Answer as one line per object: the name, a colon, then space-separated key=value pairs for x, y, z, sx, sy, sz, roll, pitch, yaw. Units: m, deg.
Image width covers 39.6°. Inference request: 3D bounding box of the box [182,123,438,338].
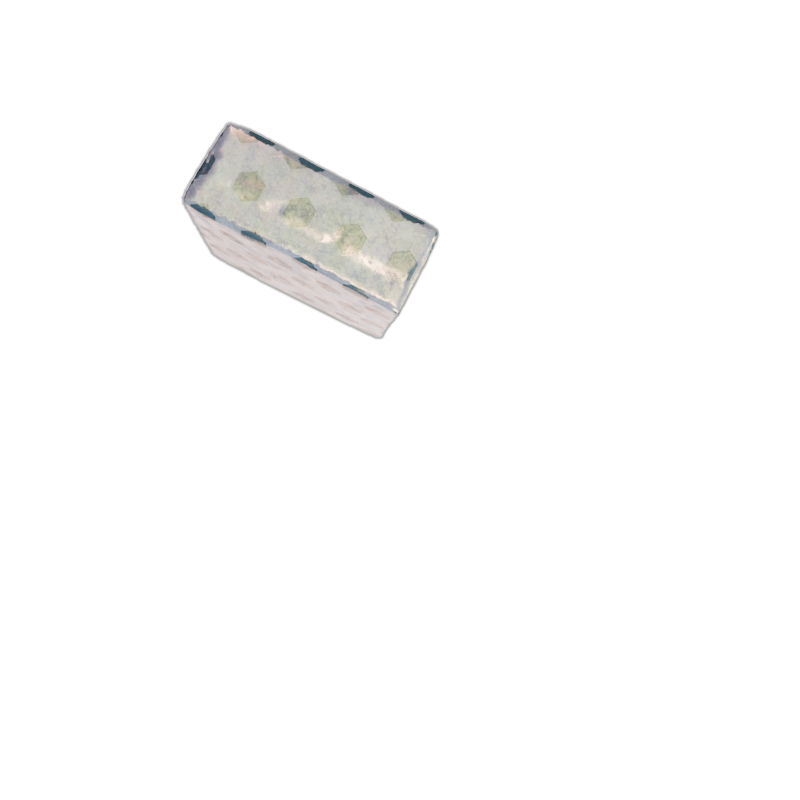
box: x=-0.065 y=-0.119 z=0.832 sx=0.165 sy=0.073 sz=0.211 roll=28 pitch=-5 yaw=0
